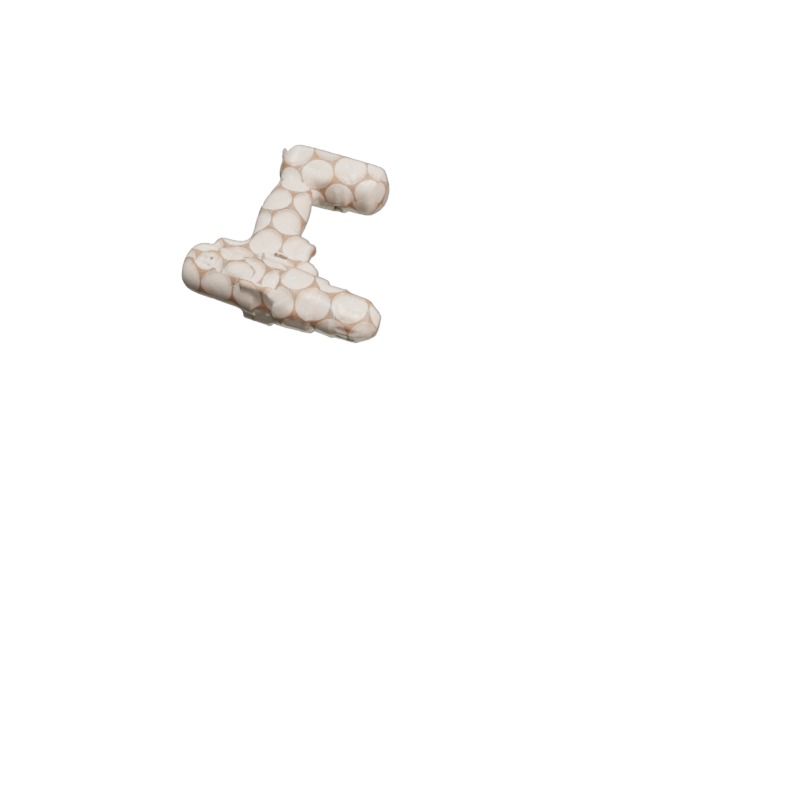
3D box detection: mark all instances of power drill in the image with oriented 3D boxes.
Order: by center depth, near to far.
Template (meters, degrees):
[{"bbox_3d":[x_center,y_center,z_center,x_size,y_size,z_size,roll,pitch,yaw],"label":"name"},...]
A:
[{"bbox_3d":[-0.078,-0.143,0.999,0.190,0.195,0.053,18,-38,15],"label":"power drill"}]
